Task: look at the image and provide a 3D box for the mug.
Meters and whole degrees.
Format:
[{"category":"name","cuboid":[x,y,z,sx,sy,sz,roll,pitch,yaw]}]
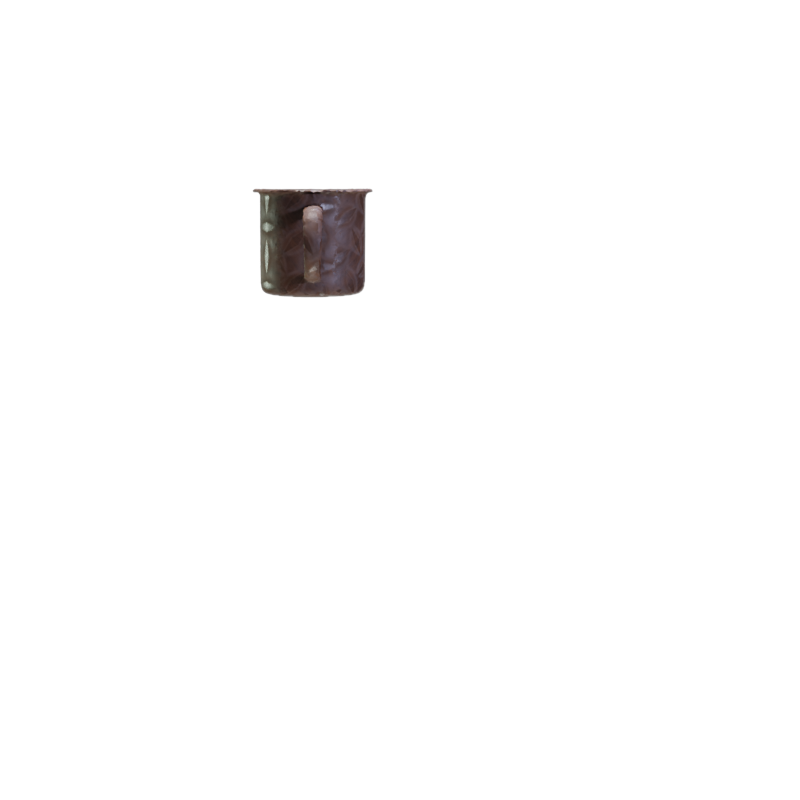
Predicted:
[{"category":"mug","cuboid":[-0.067,-0.122,0.853,0.093,0.080,0.120,-1,8,-5]}]
